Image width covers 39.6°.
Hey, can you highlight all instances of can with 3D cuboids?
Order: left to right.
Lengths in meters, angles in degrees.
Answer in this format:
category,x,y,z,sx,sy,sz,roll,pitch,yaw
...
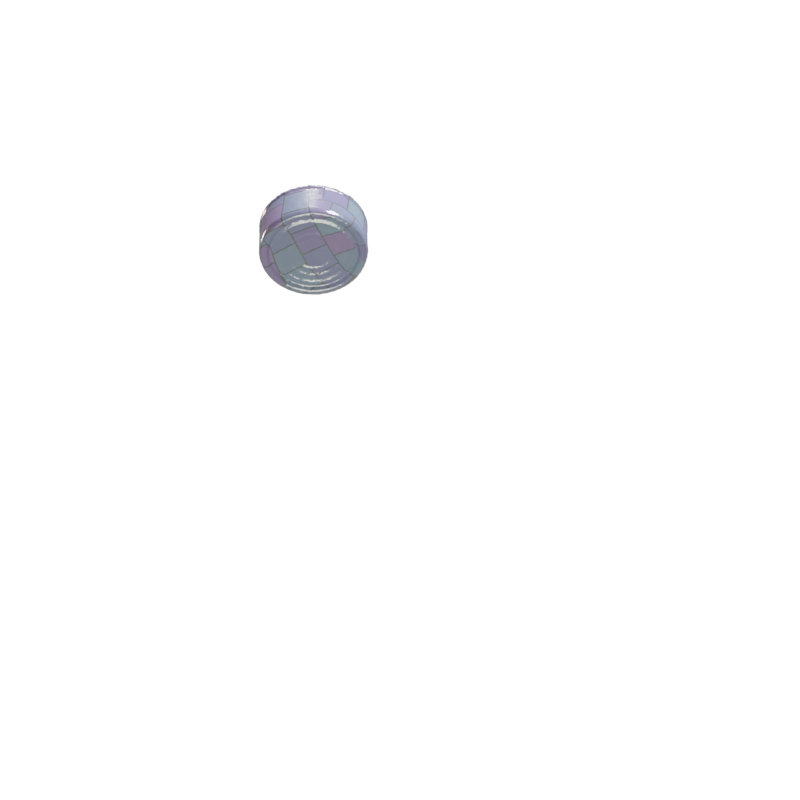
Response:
category,x,y,z,sx,sy,sz,roll,pitch,yaw
can,-0.068,-0.123,0.864,0.086,0.080,0.036,1,43,-1
